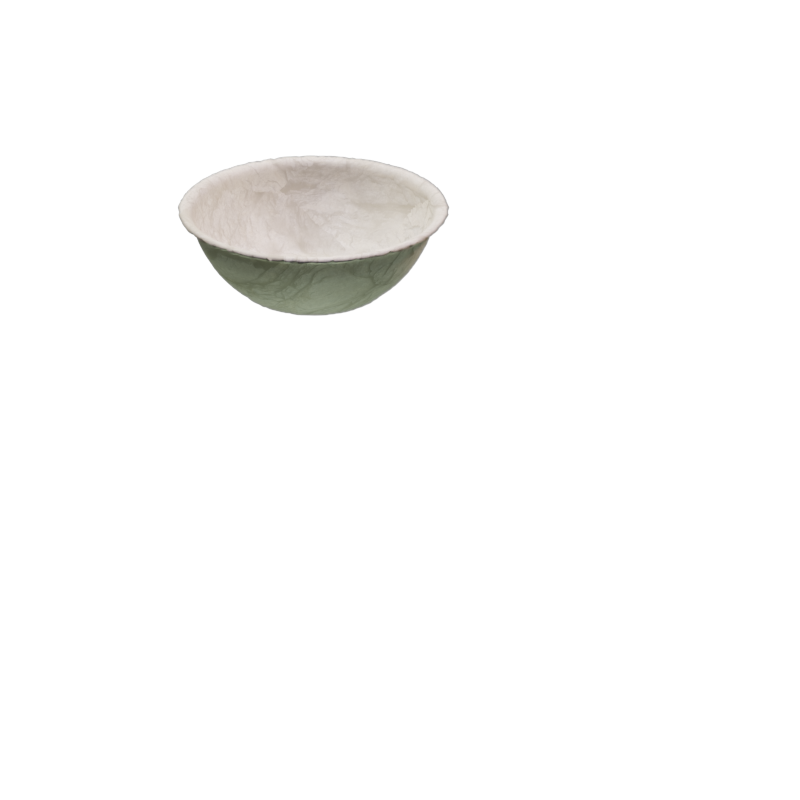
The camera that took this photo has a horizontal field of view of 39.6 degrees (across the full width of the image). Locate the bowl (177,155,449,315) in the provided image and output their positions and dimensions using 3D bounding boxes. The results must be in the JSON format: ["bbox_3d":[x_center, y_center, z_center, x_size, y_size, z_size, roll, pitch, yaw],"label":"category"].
[{"bbox_3d":[-0.053,-0.097,0.677,0.162,0.052,0.172,-1,30,-2],"label":"bowl"}]
